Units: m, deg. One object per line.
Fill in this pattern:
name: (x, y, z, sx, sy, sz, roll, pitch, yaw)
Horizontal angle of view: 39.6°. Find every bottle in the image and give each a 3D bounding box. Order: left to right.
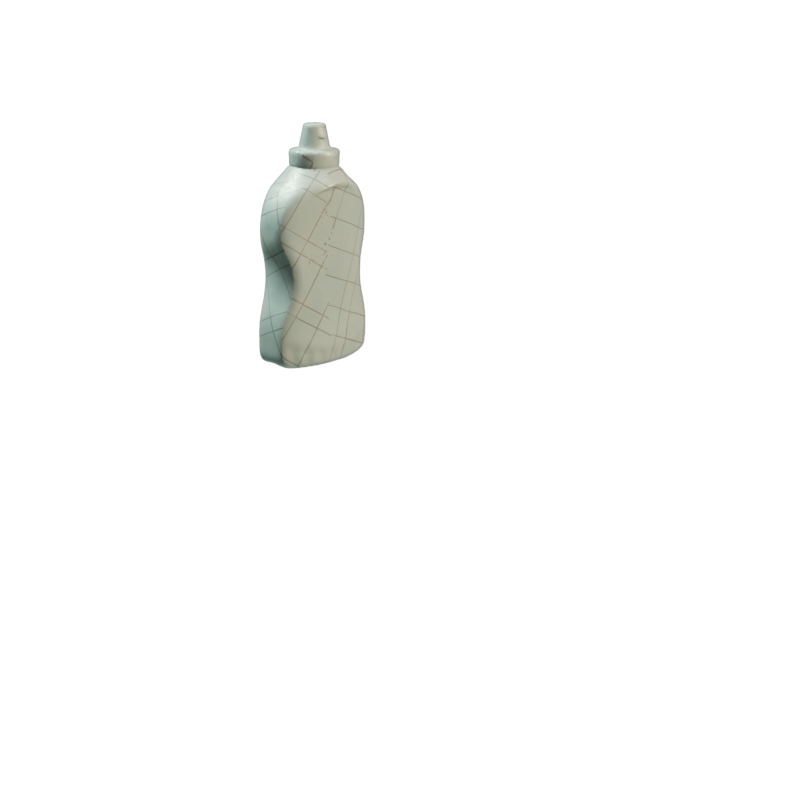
bottle: (-0.070, -0.128, 0.895, 0.094, 0.186, 0.062, -12, 18, -43)
